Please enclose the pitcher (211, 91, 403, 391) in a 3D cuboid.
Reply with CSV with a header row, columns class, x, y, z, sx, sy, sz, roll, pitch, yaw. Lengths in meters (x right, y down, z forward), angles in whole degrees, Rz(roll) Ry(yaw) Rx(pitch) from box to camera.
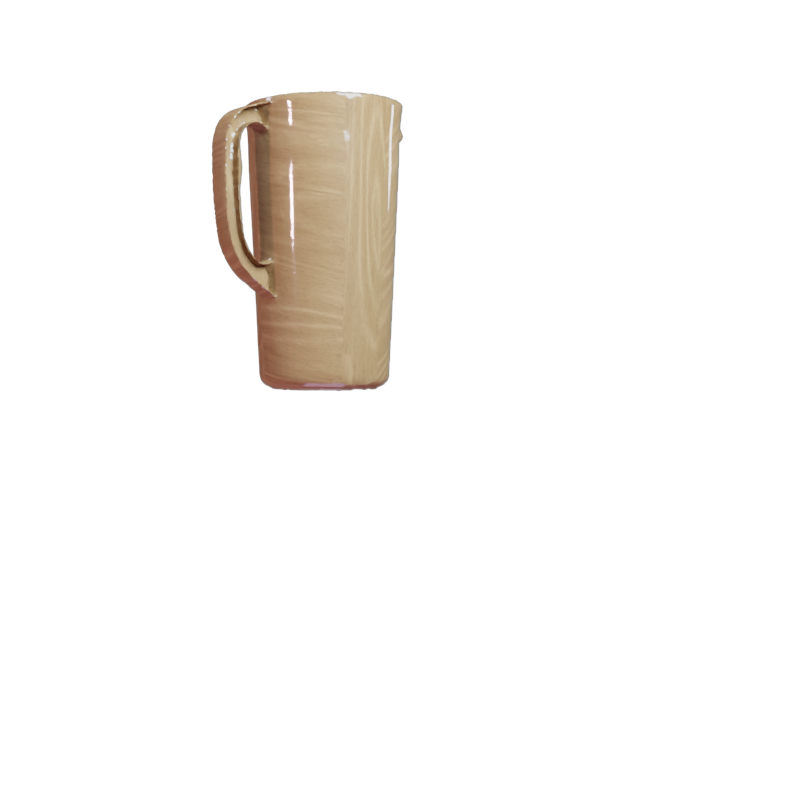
class,x,y,z,sx,sy,sz,roll,pitch,yaw
pitcher,-0.072,-0.132,0.922,0.150,0.246,0.143,0,-3,4
